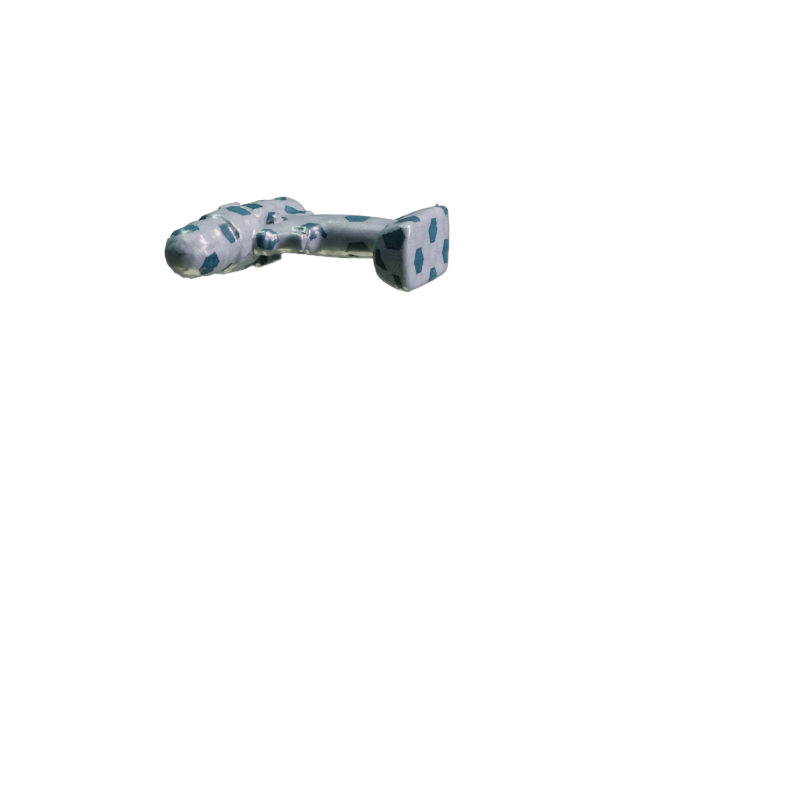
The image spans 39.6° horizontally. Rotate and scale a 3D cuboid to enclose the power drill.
[{"bbox_3d":[-0.068,-0.124,0.866,0.194,0.055,0.185,9,21,23],"label":"power drill"}]
